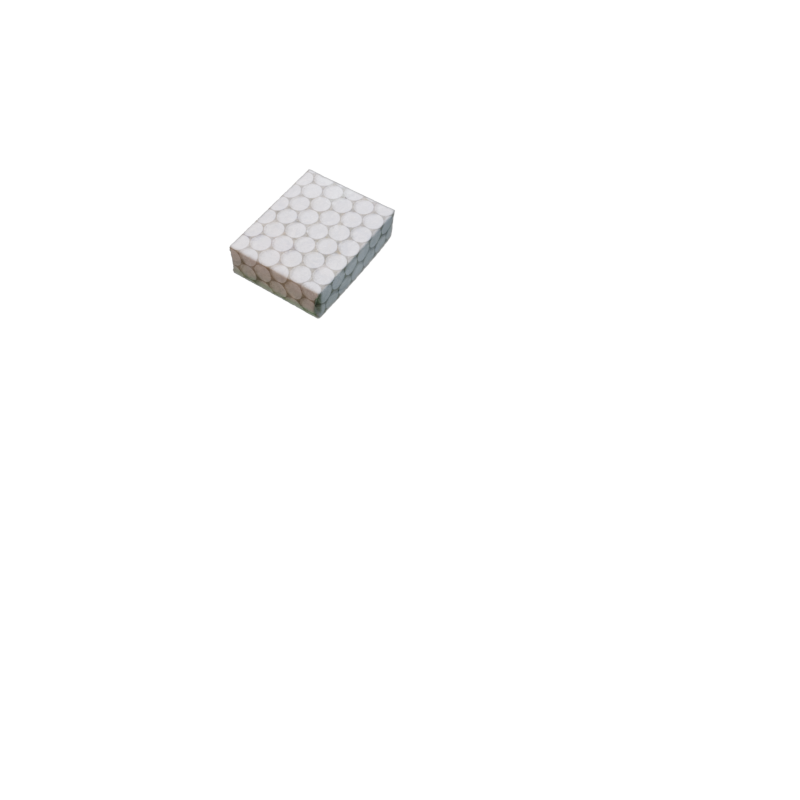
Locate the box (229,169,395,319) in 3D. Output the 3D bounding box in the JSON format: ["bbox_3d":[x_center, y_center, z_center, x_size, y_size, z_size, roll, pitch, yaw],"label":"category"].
[{"bbox_3d":[-0.072,-0.131,0.915,0.094,0.036,0.116,27,55,21],"label":"box"}]
